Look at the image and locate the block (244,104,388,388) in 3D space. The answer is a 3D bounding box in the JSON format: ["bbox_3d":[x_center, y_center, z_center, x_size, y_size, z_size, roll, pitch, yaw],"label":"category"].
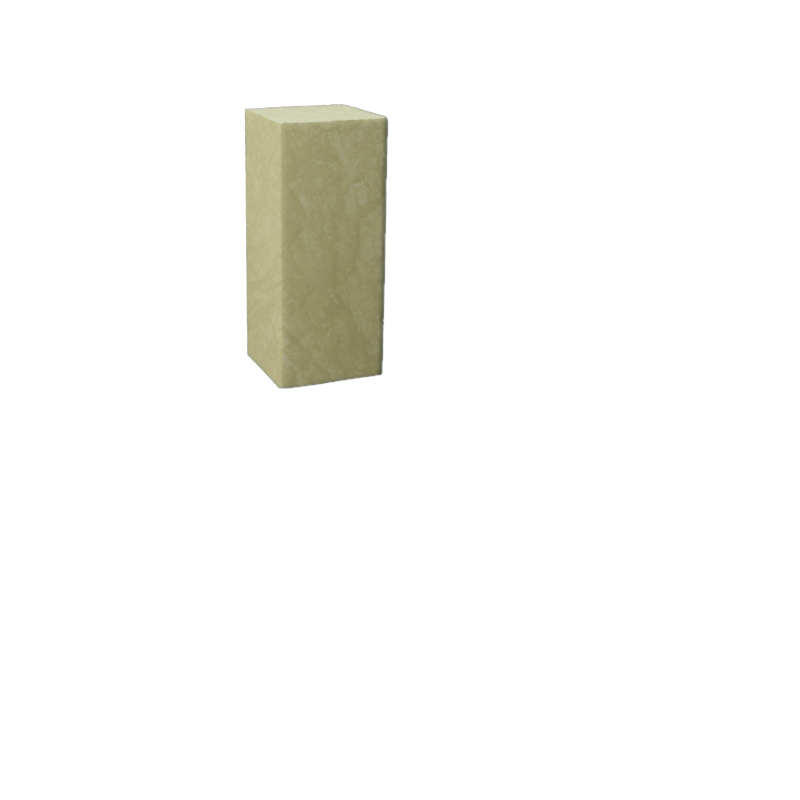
[{"bbox_3d":[-0.068,-0.126,0.880,0.088,0.199,0.096,-6,17,-23],"label":"block"}]
